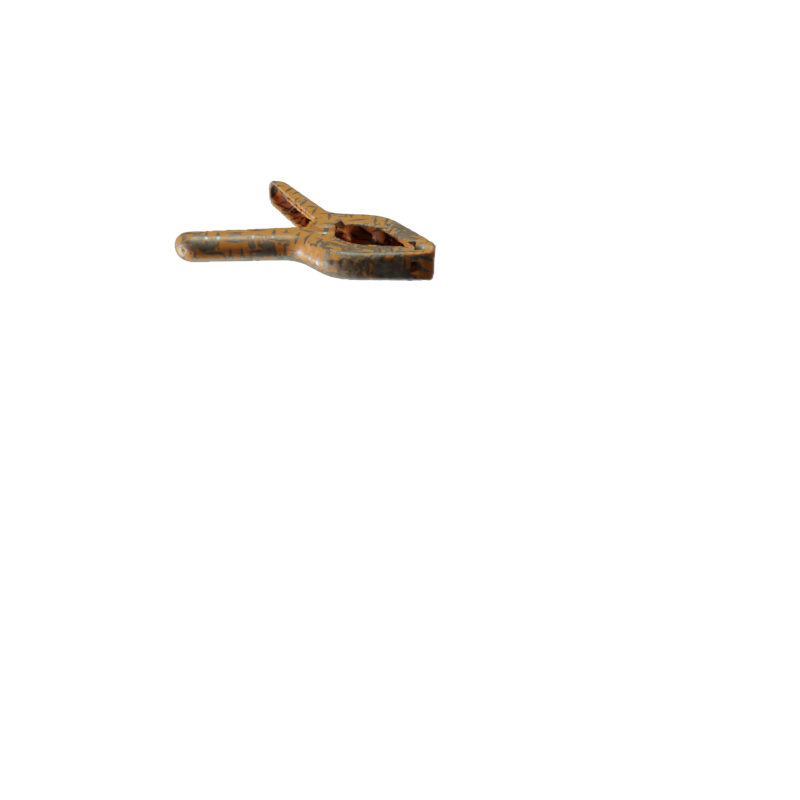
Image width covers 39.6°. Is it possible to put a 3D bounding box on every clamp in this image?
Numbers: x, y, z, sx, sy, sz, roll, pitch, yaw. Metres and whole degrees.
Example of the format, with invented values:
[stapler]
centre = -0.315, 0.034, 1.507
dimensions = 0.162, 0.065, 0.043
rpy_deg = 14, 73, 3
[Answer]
[clamp]
centre = -0.073, -0.134, 0.937
dimensions = 0.221, 0.034, 0.166
rpy_deg = 19, 35, 29
